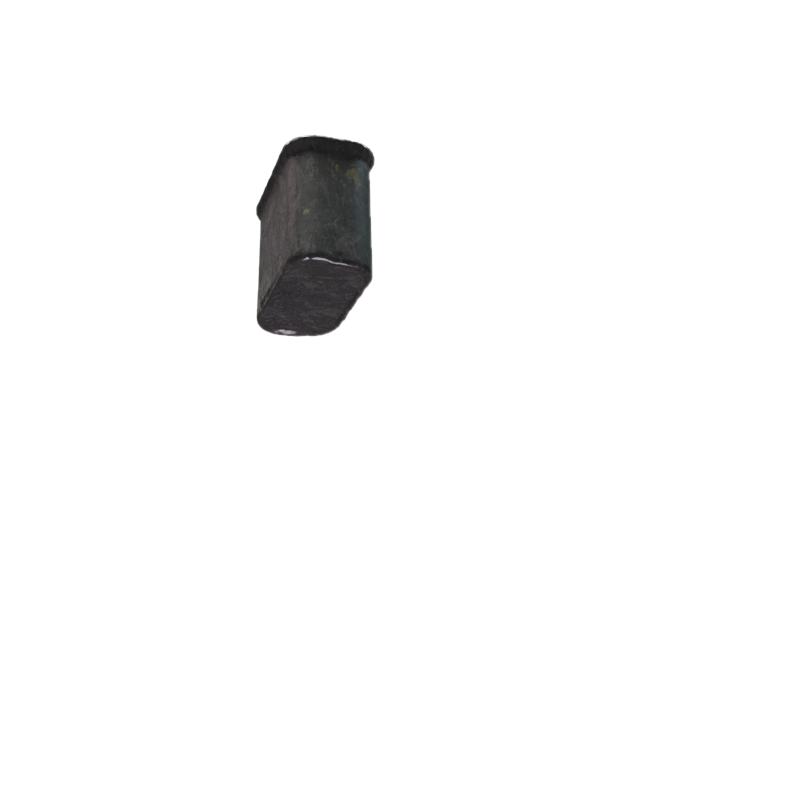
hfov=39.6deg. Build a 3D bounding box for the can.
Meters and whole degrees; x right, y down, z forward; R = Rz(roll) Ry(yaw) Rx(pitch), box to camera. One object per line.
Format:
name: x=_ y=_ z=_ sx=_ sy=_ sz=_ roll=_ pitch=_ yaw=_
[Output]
can: x=-0.053 y=-0.096 z=0.671 sx=0.056 sy=0.089 sz=0.098 roll=8 pitch=-28 yaw=-18
